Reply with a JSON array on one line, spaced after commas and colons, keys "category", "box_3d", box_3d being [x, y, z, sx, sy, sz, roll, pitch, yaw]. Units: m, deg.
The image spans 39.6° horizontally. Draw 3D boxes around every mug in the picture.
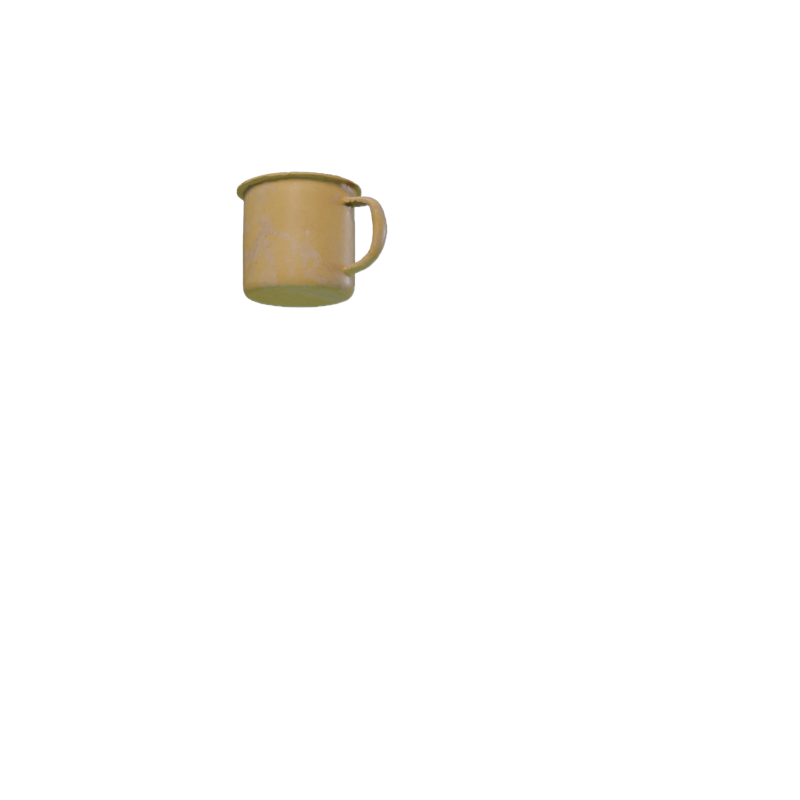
[{"category": "mug", "box_3d": [-0.063, -0.115, 0.805, 0.120, 0.084, 0.088, -5, -11, 26]}]
